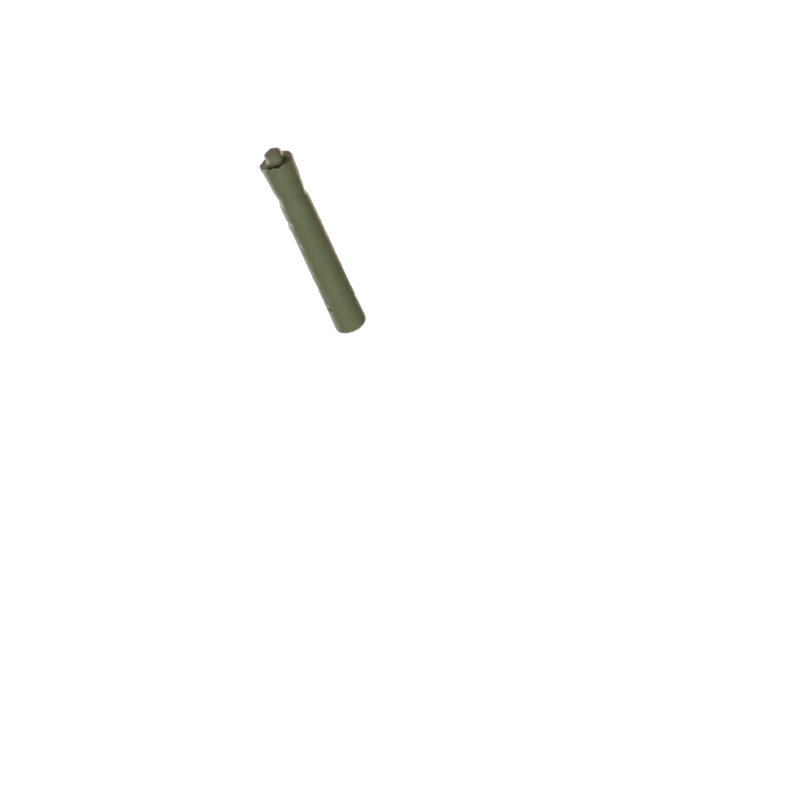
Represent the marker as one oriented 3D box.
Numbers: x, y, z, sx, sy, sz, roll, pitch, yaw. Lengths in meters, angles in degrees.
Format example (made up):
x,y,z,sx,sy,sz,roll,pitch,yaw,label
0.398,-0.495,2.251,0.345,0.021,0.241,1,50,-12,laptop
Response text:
x,y,z,sx,sy,sz,roll,pitch,yaw,label
-0.048,-0.087,0.612,0.020,0.112,0.021,-18,34,11,marker
